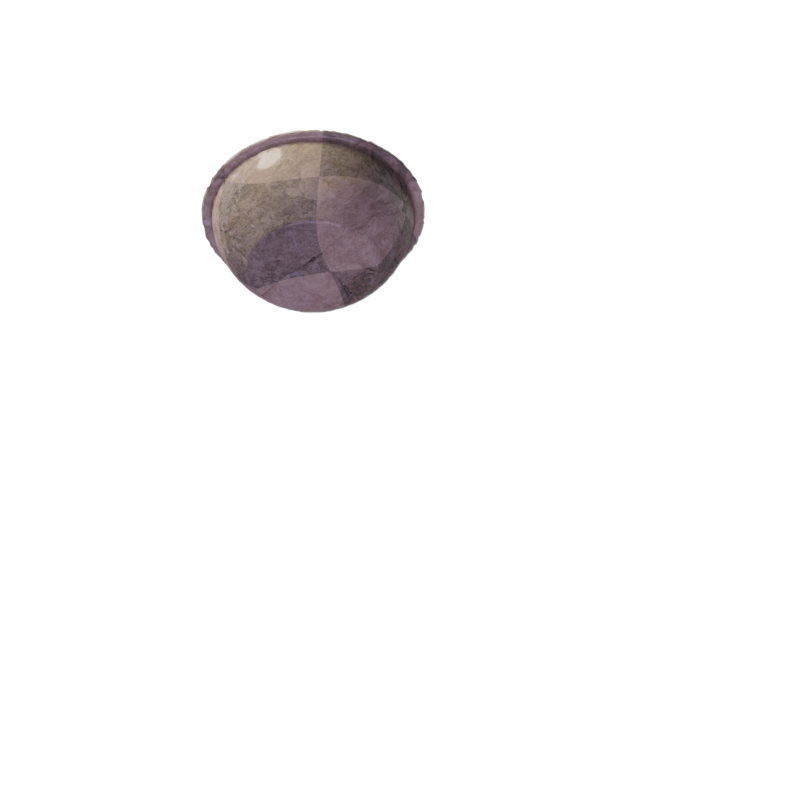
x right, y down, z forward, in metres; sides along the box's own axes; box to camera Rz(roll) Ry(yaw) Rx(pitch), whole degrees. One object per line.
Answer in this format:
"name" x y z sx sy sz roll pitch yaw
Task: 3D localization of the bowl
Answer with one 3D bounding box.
"bowl" -0.062 -0.112 0.786 0.162 0.059 0.151 1 -42 -1
